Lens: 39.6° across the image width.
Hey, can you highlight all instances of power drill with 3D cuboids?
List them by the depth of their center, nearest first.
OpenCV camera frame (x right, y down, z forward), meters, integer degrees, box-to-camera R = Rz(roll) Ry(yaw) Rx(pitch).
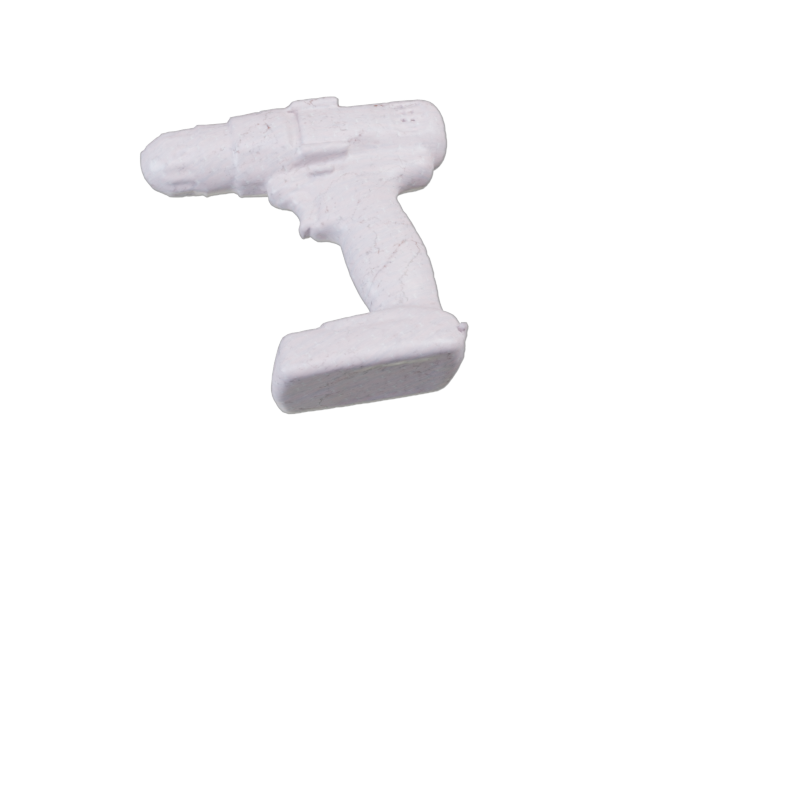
[{"bbox_3d":[-0.049,-0.090,0.630,0.183,0.201,0.054,-9,-29,-6],"label":"power drill"}]
